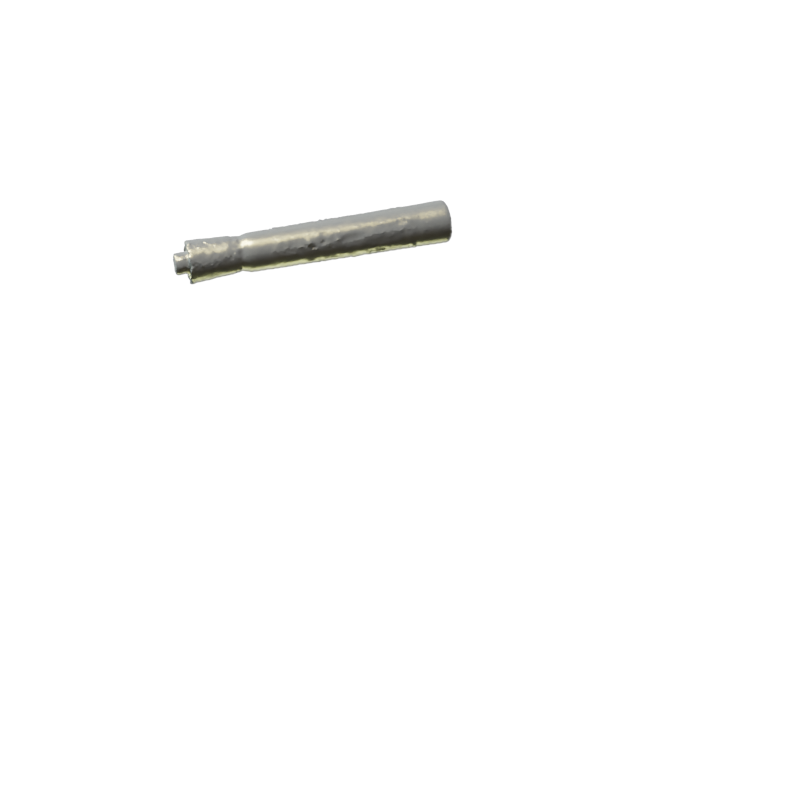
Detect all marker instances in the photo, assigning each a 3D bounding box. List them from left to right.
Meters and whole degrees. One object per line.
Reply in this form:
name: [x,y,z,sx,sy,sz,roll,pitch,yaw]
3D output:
marker: [-0.037,-0.068,0.478,0.120,0.020,0.020,-11,7,-12]
